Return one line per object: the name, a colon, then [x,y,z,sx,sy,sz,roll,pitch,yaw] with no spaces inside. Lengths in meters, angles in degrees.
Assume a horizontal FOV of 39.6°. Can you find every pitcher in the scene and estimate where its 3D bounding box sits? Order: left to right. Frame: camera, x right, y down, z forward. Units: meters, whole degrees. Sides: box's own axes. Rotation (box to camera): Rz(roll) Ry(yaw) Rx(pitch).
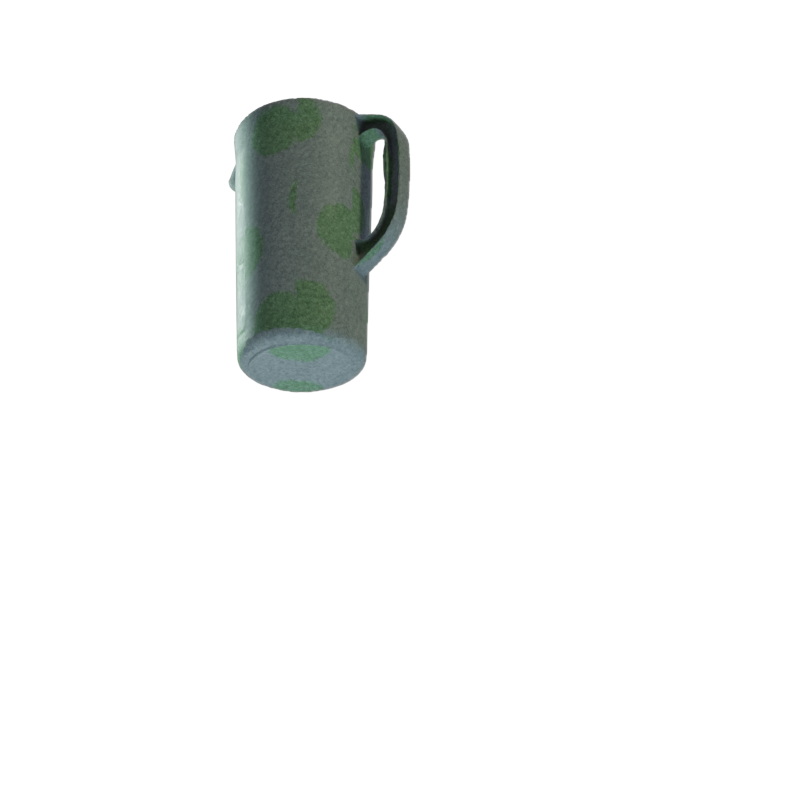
pitcher: [-0.076,-0.139,0.971,0.142,0.259,0.143,6,-31,-14]
